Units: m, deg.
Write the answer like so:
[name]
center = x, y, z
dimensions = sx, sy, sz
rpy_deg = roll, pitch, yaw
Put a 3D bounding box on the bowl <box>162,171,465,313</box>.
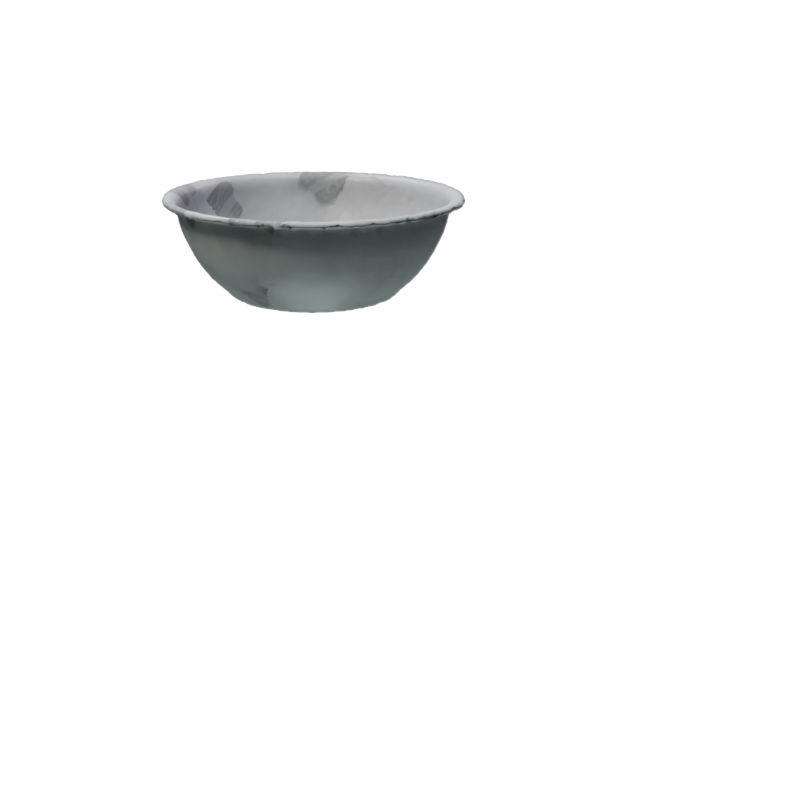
[bowl]
center = -0.047, -0.086, 0.600
dimensions = 0.162, 0.053, 0.169
rpy_deg = -1, 20, -2
